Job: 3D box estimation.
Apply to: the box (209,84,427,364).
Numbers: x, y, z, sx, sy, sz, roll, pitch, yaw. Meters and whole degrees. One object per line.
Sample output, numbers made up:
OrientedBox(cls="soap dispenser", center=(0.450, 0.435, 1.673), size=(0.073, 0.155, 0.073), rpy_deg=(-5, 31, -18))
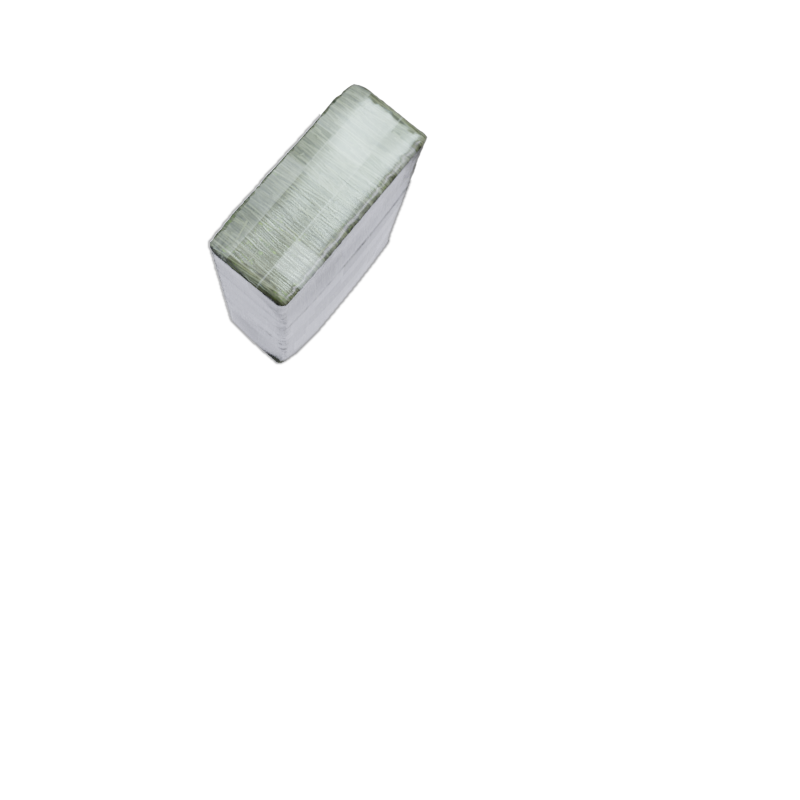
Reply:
OrientedBox(cls="box", center=(-0.041, -0.074, 0.517), size=(0.049, 0.094, 0.172), rpy_deg=(39, -10, 2))
